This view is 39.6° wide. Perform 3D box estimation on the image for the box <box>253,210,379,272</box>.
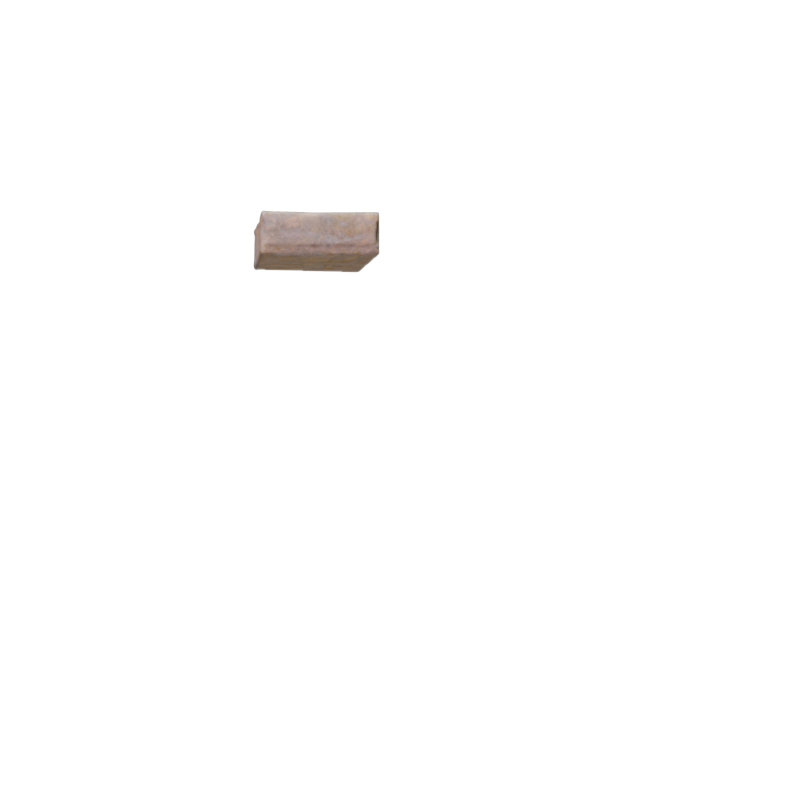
[{"bbox_3d":[-0.056,-0.102,0.714,0.072,0.030,0.089,0,0,-8],"label":"box"}]
